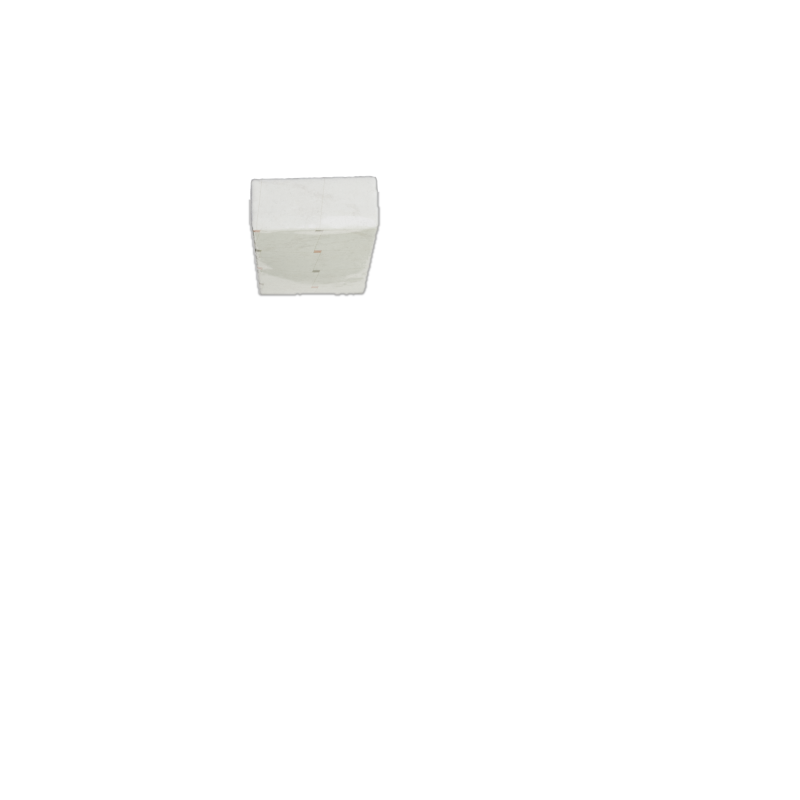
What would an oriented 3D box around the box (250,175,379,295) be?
[{"bbox_3d":[-0.068,-0.123,0.865,0.093,0.049,0.171,-1,-9,-4],"label":"box"}]
